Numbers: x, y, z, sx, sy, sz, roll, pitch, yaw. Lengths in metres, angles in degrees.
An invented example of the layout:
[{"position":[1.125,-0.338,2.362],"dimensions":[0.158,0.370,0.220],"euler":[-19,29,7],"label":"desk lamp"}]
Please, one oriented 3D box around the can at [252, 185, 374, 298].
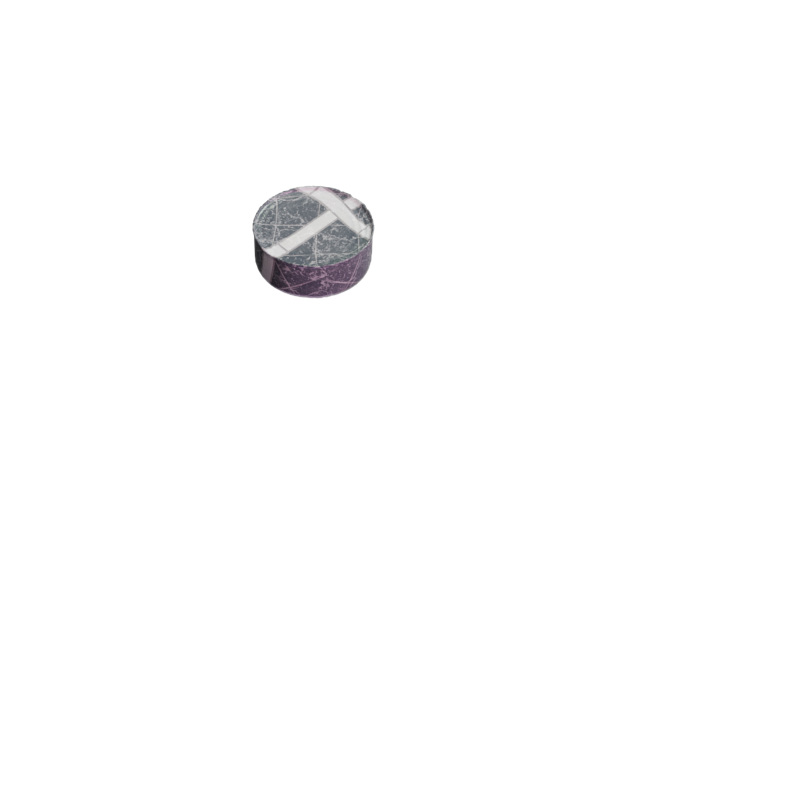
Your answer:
[{"position":[-0.062,-0.113,0.791],"dimensions":[0.086,0.092,0.031],"euler":[-1,-44,-1],"label":"can"}]
